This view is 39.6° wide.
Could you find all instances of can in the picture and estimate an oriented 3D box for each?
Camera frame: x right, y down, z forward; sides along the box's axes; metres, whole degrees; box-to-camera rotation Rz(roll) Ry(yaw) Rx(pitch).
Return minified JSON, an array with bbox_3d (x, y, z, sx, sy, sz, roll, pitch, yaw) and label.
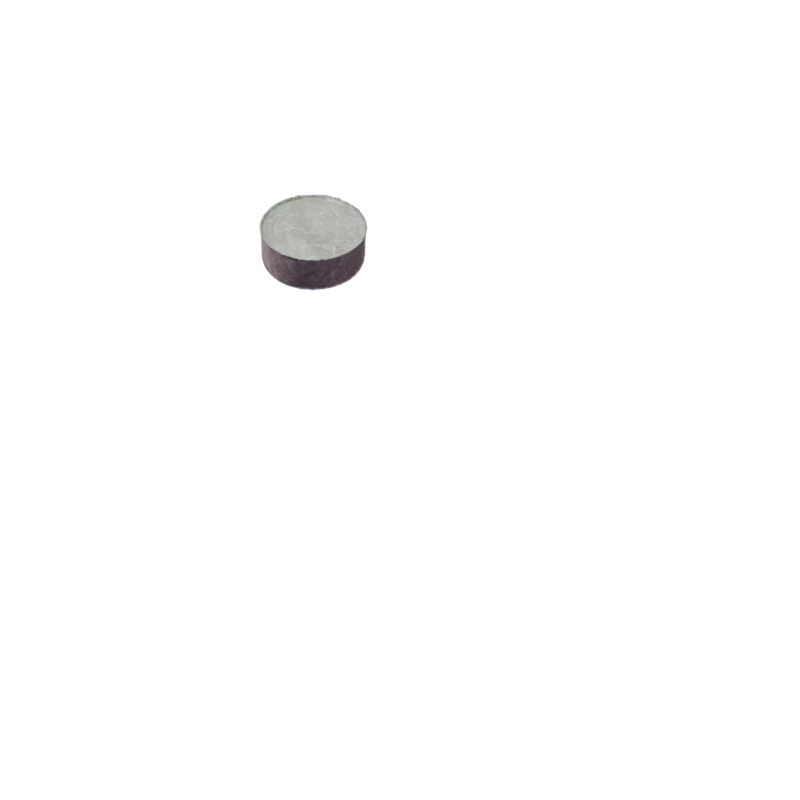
[{"bbox_3d":[-0.070,-0.128,0.894,0.086,0.031,0.092,-1,43,-2],"label":"can"}]
